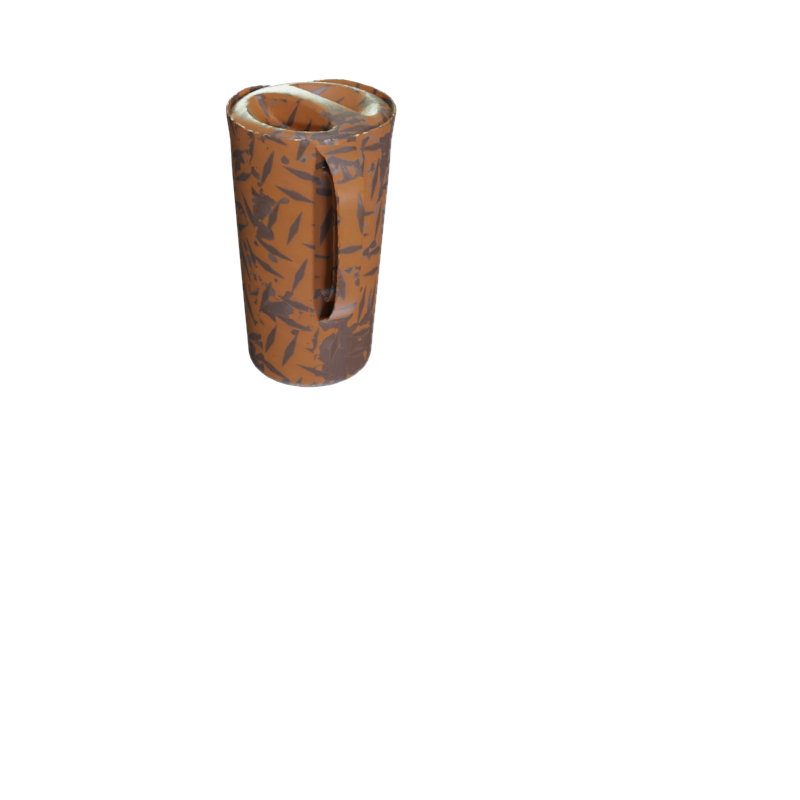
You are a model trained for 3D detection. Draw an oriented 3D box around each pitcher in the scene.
[{"bbox_3d":[-0.071,-0.130,0.908,0.151,0.229,0.153,15,34,21],"label":"pitcher"}]
